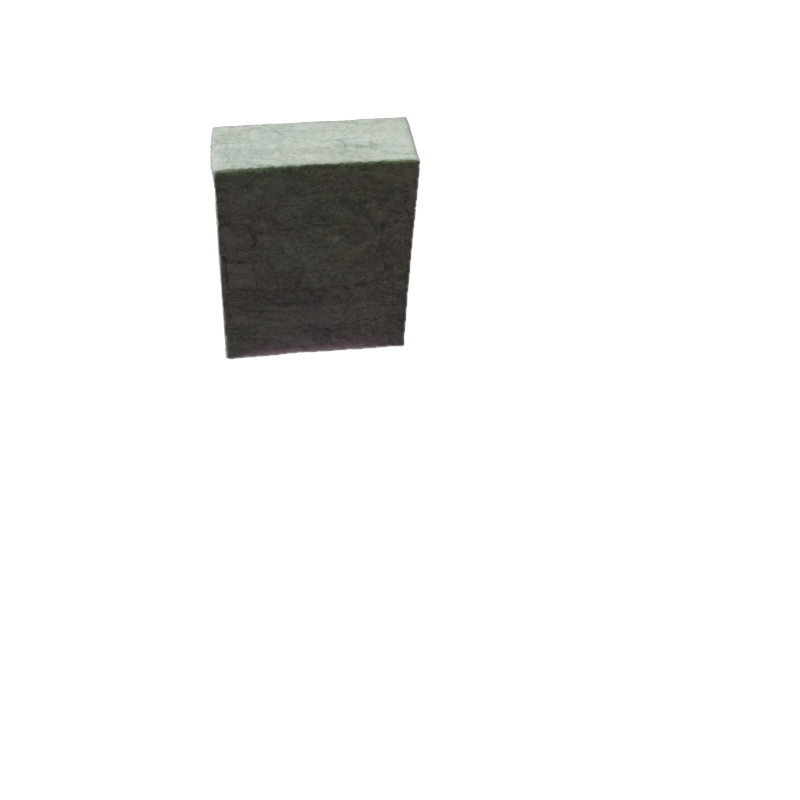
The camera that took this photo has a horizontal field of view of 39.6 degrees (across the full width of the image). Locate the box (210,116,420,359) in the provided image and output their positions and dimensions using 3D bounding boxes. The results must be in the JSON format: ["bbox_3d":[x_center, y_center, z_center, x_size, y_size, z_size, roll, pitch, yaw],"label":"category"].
[{"bbox_3d":[-0.074,-0.135,0.948,0.163,0.199,0.077,-3,45,-6],"label":"box"}]
